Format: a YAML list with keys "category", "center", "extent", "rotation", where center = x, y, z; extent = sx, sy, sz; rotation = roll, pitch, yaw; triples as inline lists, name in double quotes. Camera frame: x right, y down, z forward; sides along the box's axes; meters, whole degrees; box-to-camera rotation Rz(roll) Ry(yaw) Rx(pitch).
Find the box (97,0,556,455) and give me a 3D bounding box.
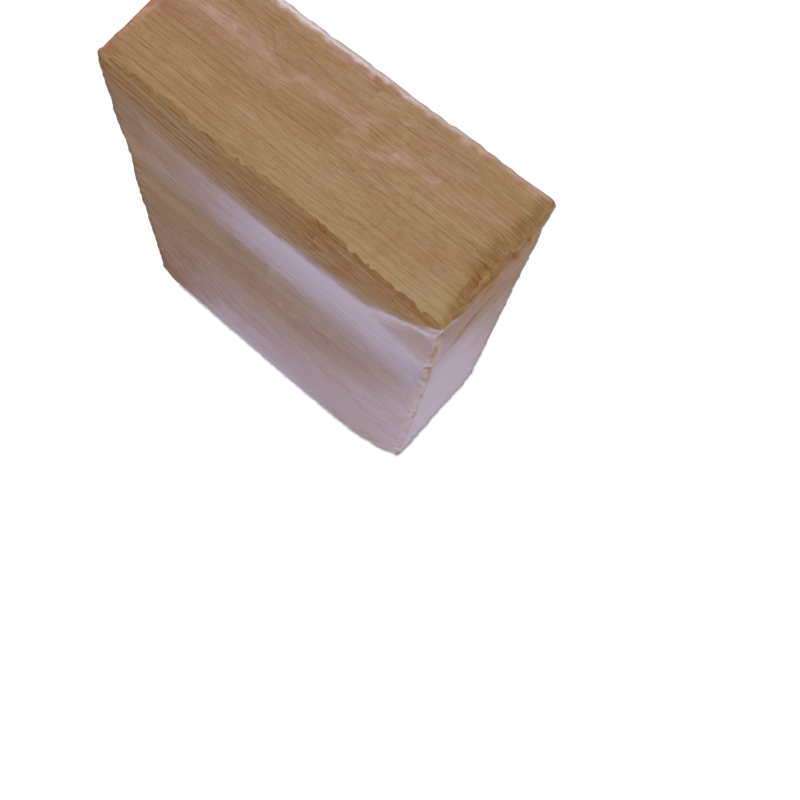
- category: "box"
  center: [-0.038, -0.069, 0.481]
  extent: [0.169, 0.073, 0.205]
  rotation: [40, -14, 9]
